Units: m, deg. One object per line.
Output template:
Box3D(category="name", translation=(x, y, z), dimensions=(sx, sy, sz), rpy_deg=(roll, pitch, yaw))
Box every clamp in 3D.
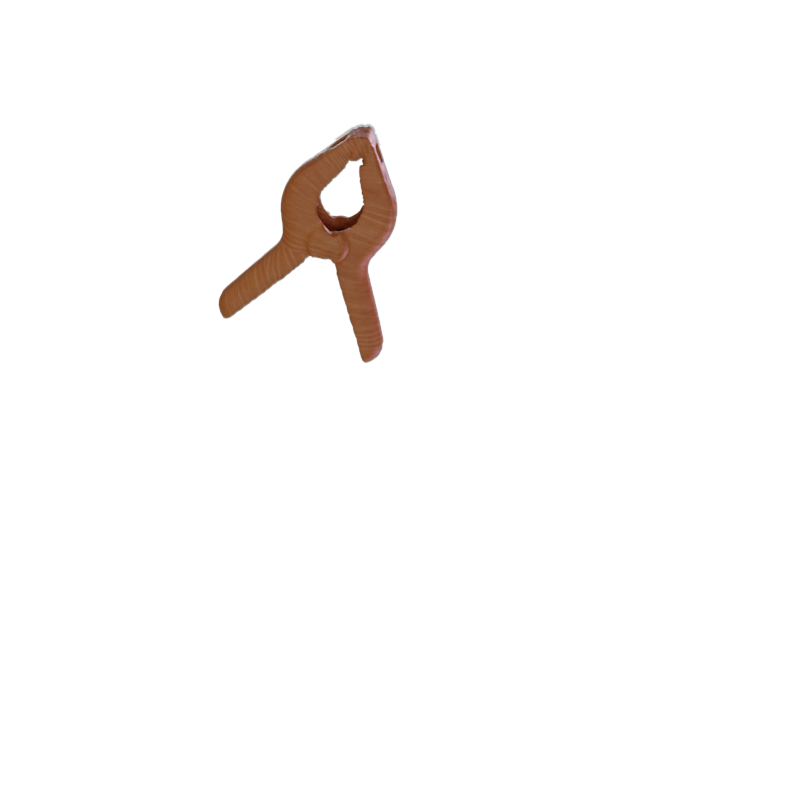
Box3D(category="clamp", translation=(-0.060, -0.109, 0.765), dimensions=(0.119, 0.164, 0.041), rpy_deg=(8, 24, -4))
